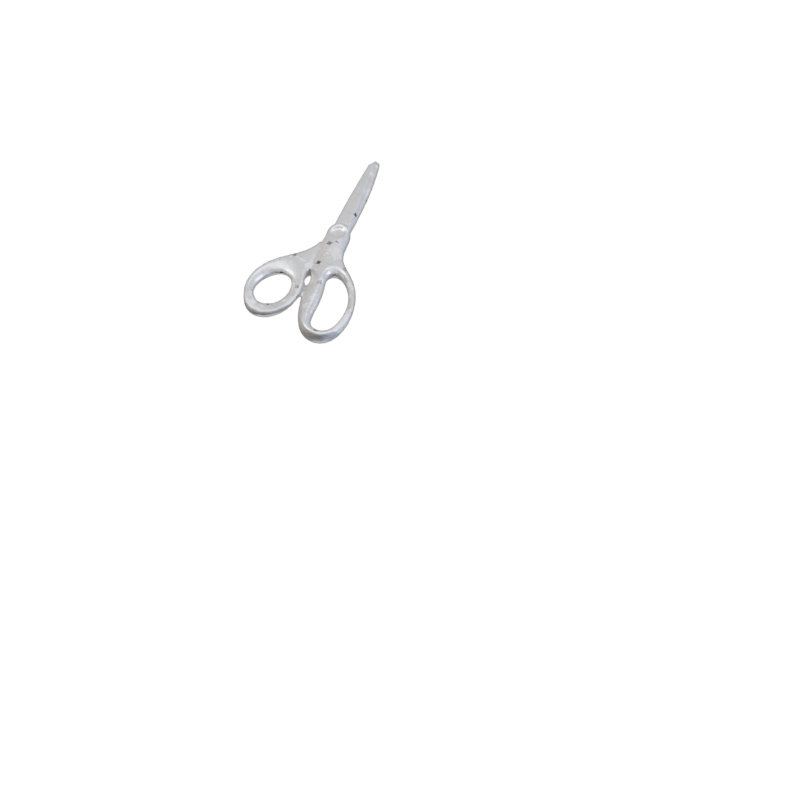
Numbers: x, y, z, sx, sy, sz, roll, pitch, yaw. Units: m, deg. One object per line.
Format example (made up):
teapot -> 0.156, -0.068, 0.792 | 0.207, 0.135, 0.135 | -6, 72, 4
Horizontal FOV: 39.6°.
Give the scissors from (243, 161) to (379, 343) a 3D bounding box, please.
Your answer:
scissors -> -0.070, -0.128, 0.898 | 0.097, 0.216, 0.015 | 2, -41, 2
